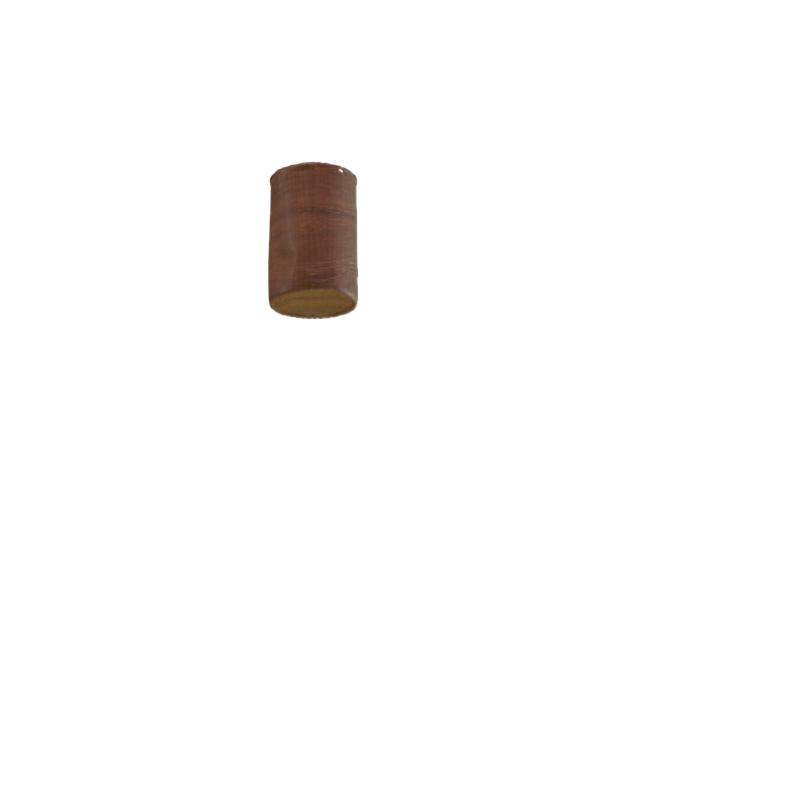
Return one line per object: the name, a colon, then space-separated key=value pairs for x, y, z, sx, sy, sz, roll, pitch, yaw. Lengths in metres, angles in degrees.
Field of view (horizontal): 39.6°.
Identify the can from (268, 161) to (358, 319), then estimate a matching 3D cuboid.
can: x=-0.065 y=-0.119 z=0.836 sx=0.068 sy=0.107 sz=0.065 roll=0 pitch=-20 yaw=-2
